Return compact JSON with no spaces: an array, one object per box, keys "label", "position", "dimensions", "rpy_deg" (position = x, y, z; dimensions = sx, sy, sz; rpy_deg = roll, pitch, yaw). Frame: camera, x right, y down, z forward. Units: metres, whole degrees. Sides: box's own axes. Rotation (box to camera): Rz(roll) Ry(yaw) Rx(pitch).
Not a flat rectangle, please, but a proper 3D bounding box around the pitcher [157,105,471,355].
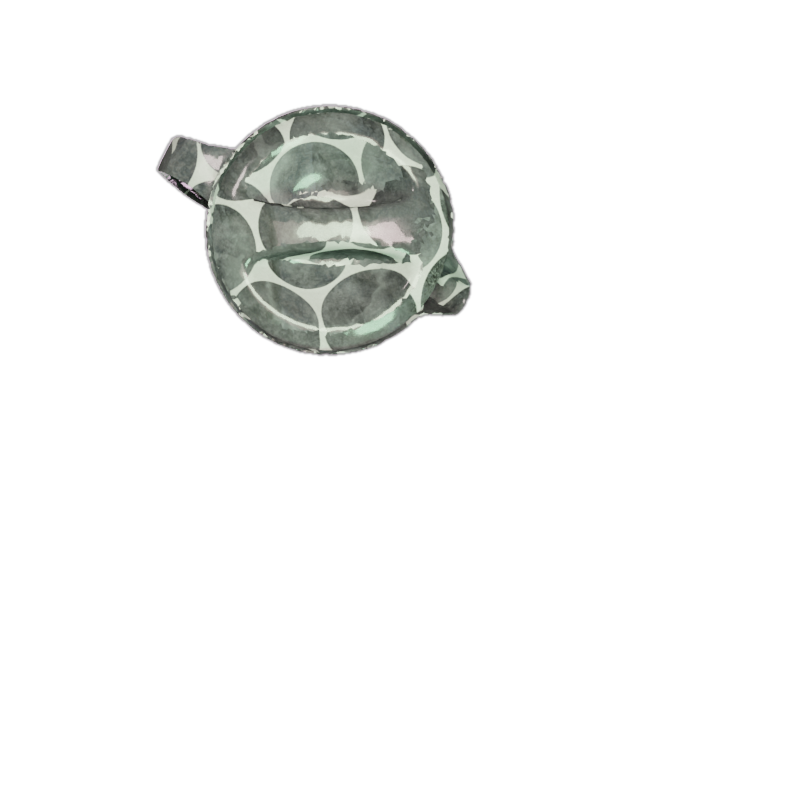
[{"label":"pitcher","position":[-0.055,-0.100,0.700],"dimensions":[0.145,0.151,0.242],"rpy_deg":[-20,1,-3]}]
